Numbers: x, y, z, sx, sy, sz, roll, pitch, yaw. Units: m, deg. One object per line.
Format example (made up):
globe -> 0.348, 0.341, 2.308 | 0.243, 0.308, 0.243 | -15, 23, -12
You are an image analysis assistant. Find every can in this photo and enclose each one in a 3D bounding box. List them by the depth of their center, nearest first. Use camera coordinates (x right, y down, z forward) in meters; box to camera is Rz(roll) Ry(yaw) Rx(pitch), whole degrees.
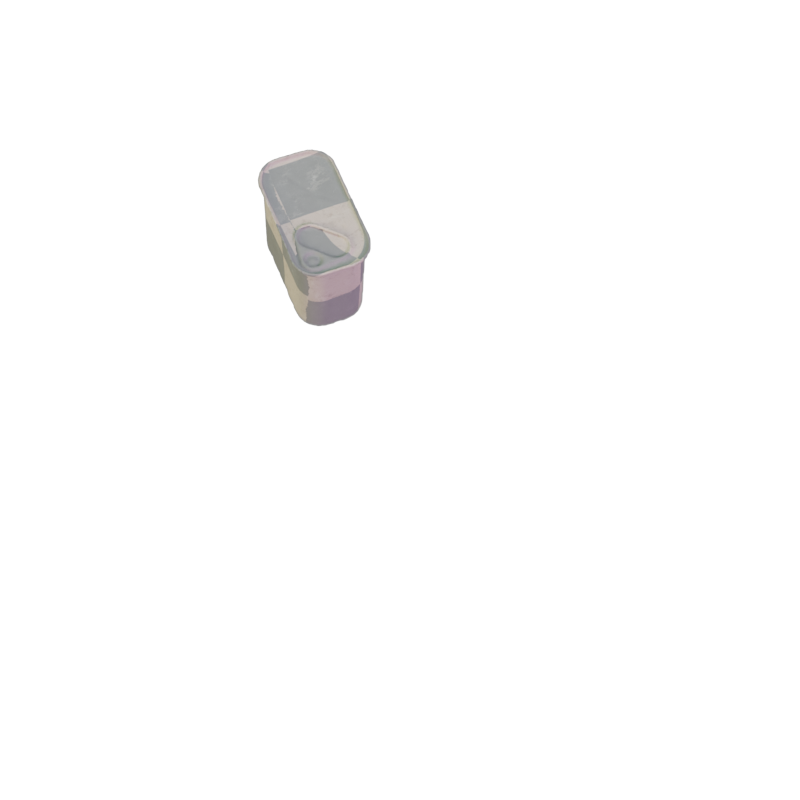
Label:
can -> -0.063, -0.114, 0.802 | 0.057, 0.109, 0.079 | -18, -26, -12
